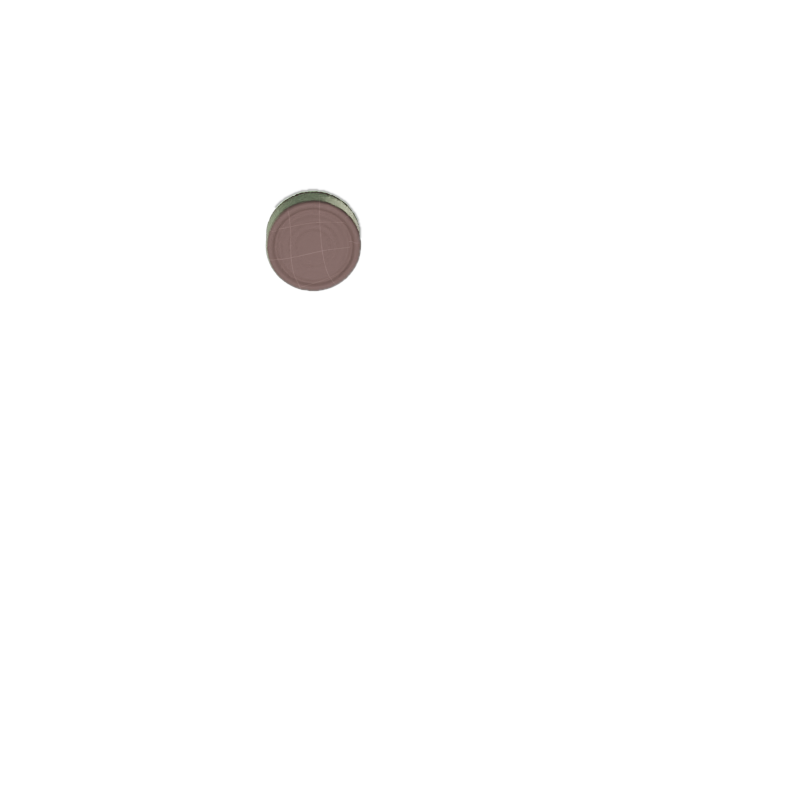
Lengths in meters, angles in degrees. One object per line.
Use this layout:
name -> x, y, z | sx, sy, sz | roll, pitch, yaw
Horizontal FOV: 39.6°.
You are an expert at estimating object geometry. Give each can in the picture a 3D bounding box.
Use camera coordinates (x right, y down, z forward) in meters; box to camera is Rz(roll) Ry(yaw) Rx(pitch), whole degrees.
can -> -0.077, -0.141, 0.986 | 0.086, 0.082, 0.035 | 0, 21, -1
